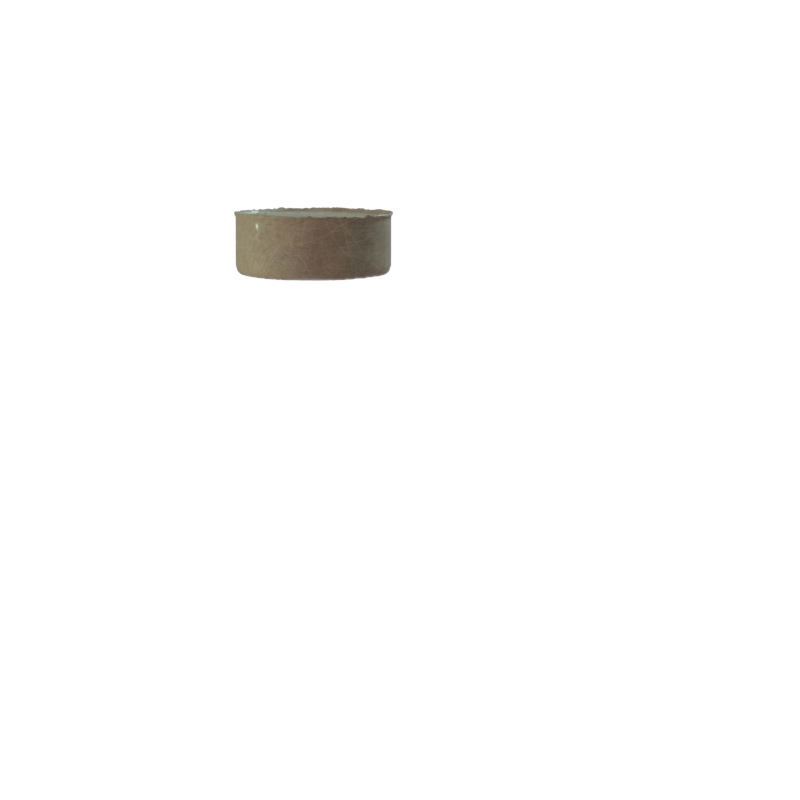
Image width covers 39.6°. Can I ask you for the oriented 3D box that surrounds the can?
[{"bbox_3d":[-0.047,-0.086,0.602,0.086,0.033,0.088,0,12,-2],"label":"can"}]
